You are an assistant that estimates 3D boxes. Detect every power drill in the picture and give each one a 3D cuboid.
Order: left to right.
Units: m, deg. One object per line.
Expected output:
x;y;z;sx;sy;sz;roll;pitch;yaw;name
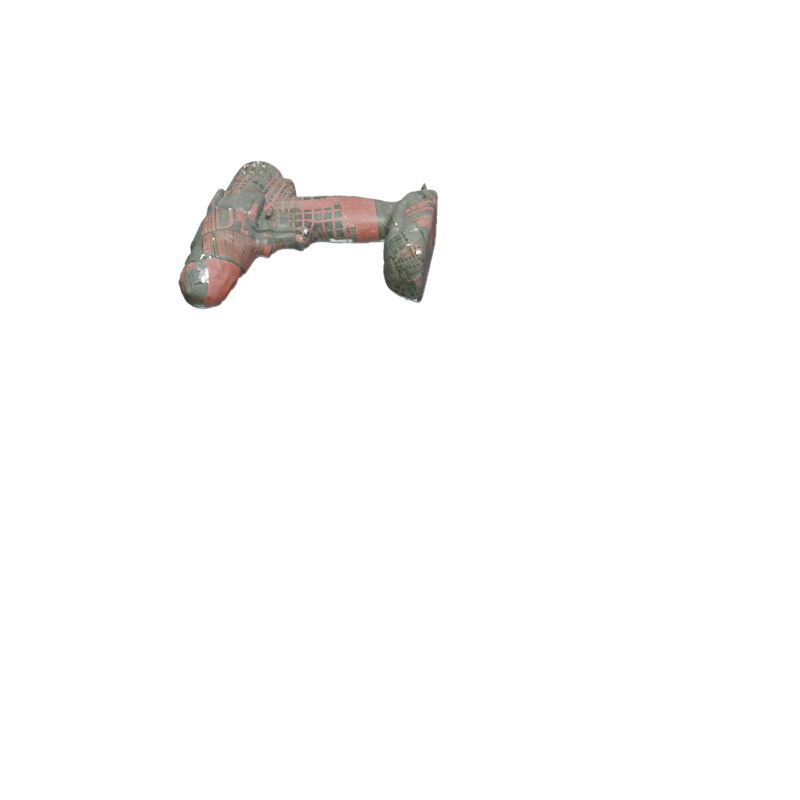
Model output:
-0.069;-0.127;0.886;0.191;0.054;0.194;8;41;9;power drill
